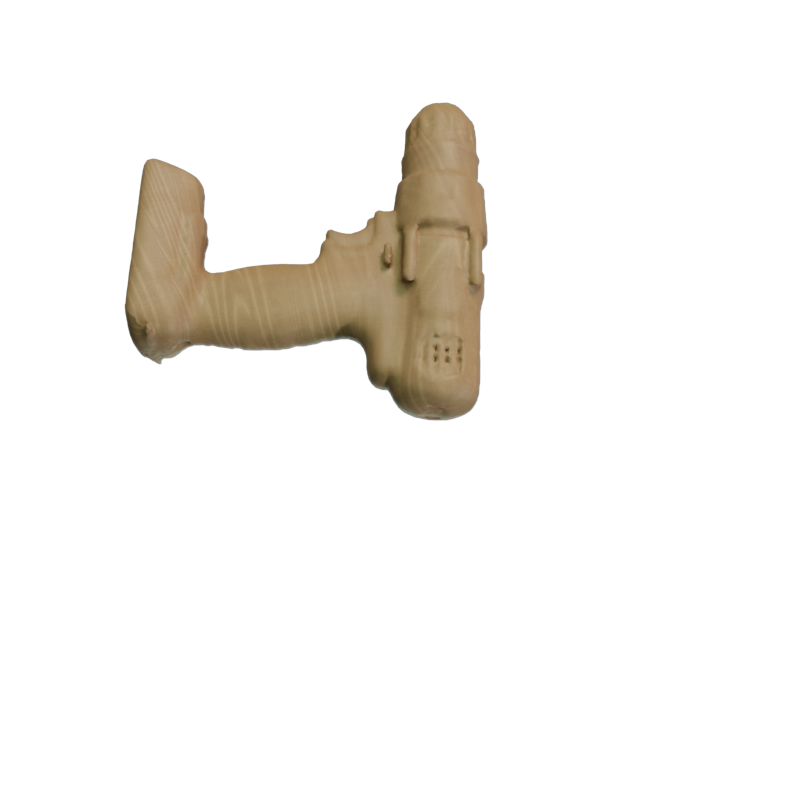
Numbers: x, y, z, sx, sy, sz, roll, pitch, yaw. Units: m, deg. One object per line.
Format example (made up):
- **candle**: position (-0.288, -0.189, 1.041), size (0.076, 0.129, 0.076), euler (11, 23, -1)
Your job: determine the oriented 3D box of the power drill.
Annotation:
- **power drill**: position (-0.047, -0.085, 0.596), size (0.188, 0.195, 0.054), euler (2, -27, 1)
